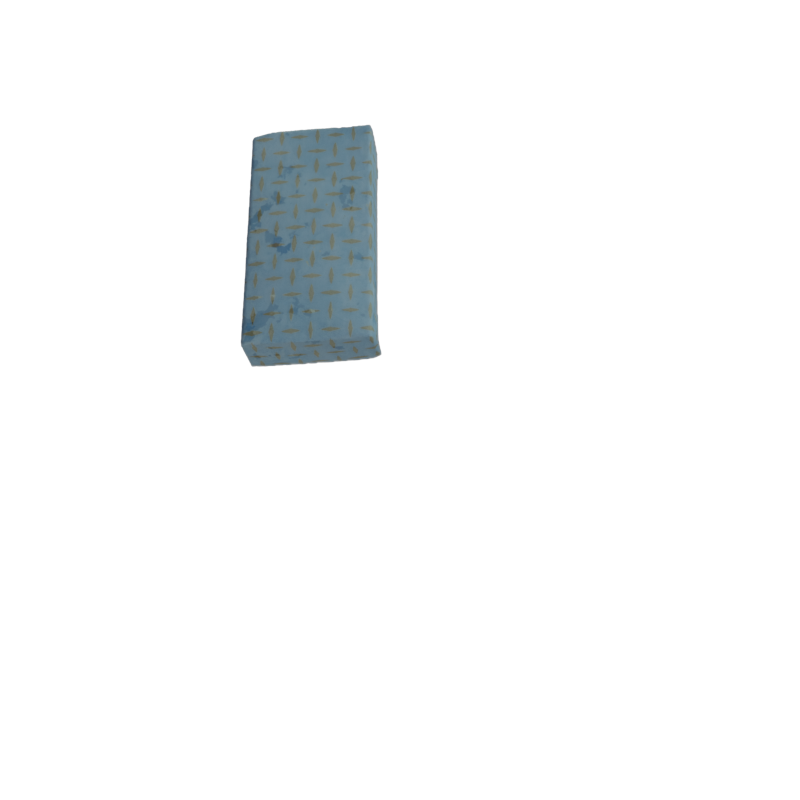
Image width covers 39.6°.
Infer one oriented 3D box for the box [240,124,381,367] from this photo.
[{"bbox_3d":[-0.063,-0.114,0.797,0.094,0.187,0.045,-5,-27,7],"label":"box"}]
